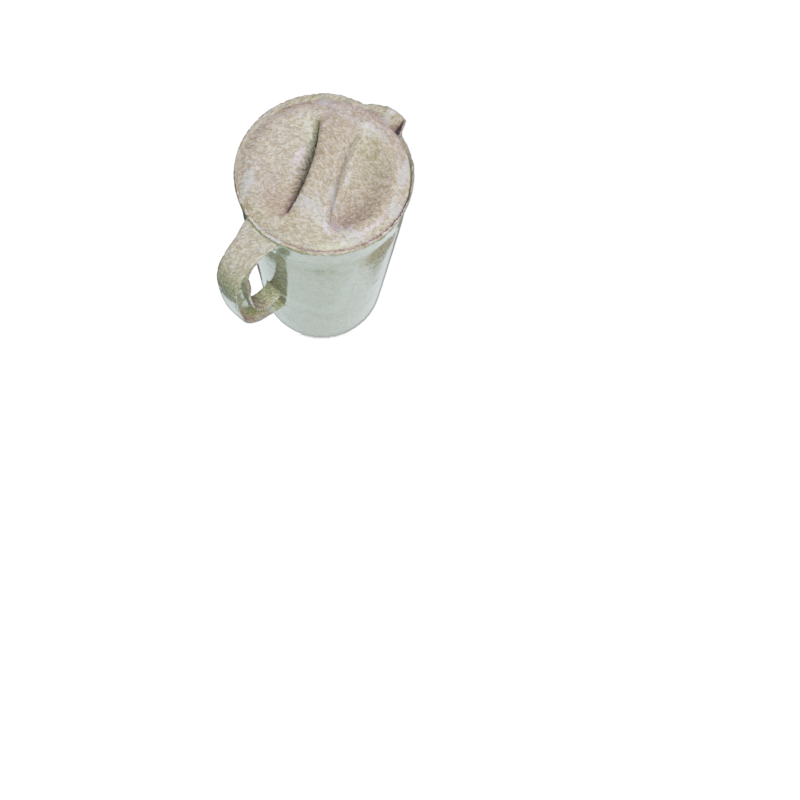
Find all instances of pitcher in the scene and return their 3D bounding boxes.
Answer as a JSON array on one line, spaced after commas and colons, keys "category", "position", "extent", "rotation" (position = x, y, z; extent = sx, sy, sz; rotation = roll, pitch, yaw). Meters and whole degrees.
[{"category": "pitcher", "position": [-0.072, -0.131, 0.916], "extent": [0.149, 0.152, 0.232], "rotation": [-2, -18, -4]}]
